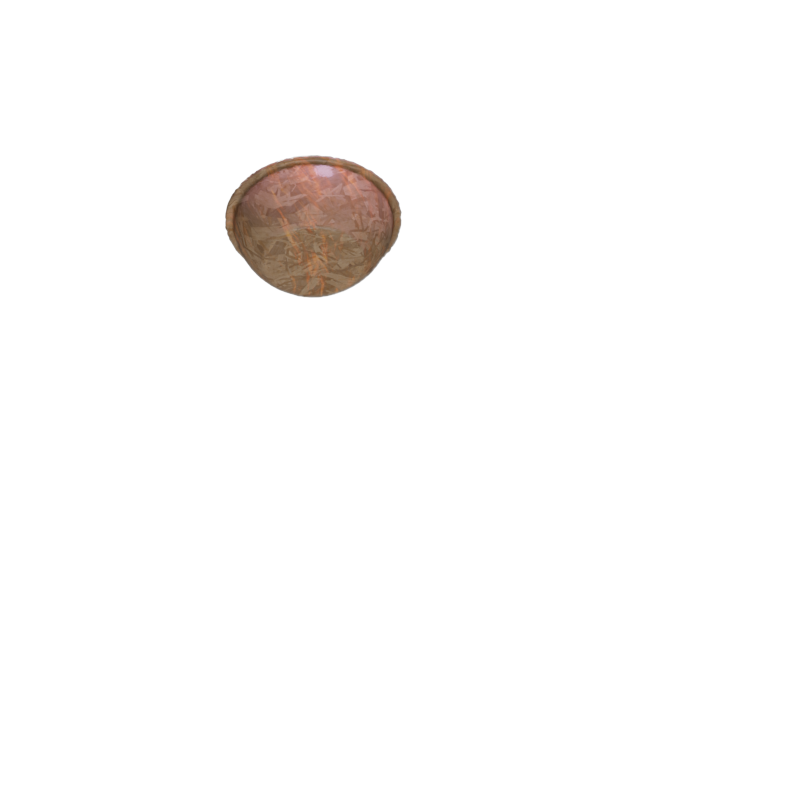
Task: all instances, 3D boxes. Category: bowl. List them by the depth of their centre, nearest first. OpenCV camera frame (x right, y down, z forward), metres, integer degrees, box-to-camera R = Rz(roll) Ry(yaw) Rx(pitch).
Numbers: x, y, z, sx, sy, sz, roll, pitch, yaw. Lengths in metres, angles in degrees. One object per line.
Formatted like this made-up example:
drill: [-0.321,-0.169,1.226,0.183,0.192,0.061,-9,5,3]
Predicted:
bowl: [-0.078,-0.143,1.000,0.162,0.059,0.151,1,-41,-1]
